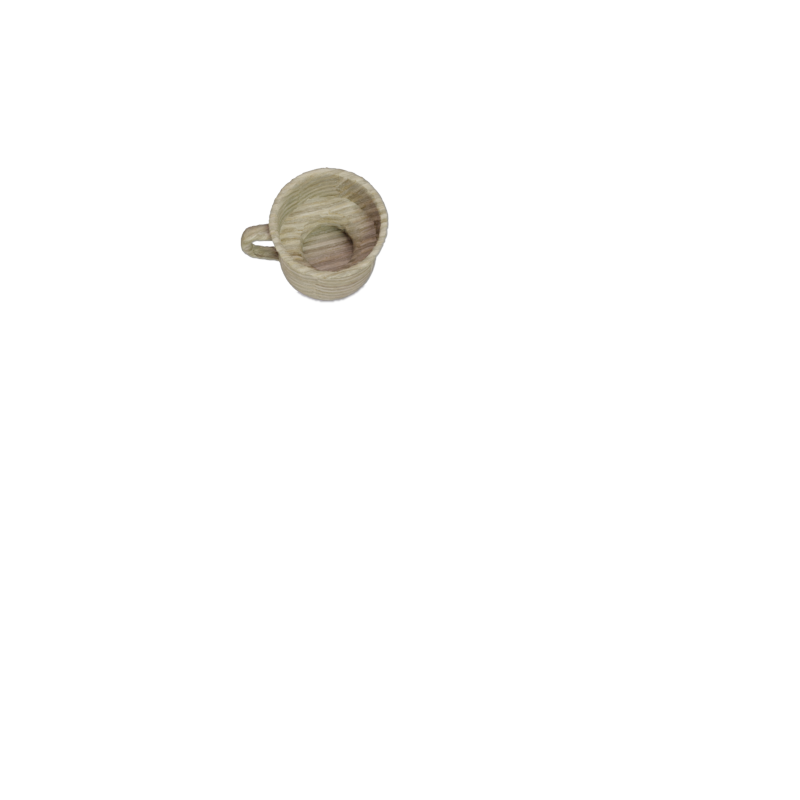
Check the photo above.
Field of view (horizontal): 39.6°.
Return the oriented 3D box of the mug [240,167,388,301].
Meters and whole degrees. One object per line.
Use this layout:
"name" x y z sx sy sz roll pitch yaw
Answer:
"mug" -0.070 -0.128 0.896 0.117 0.098 0.078 -6 -17 -3
